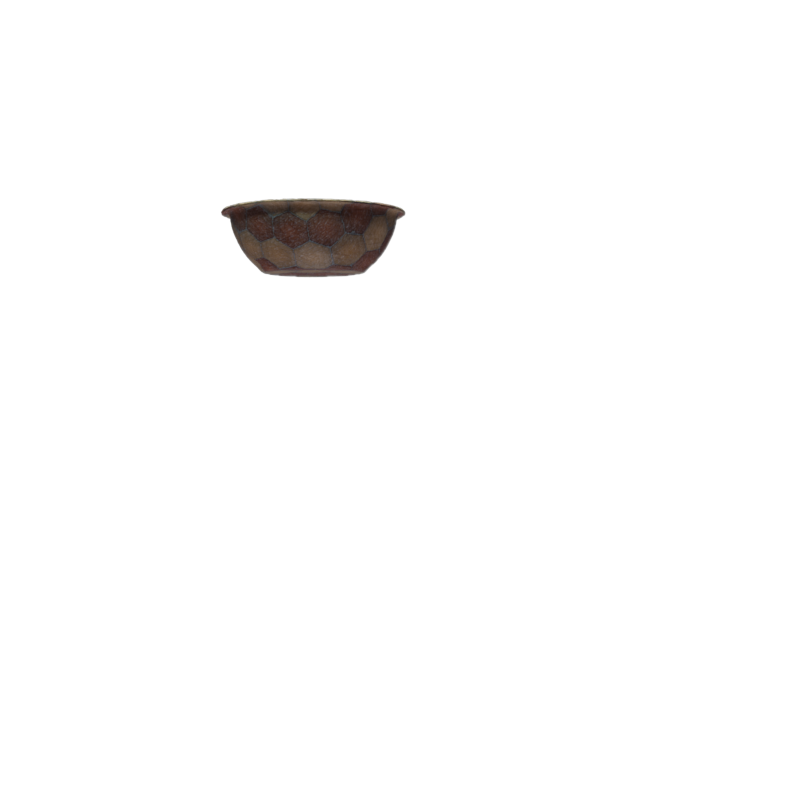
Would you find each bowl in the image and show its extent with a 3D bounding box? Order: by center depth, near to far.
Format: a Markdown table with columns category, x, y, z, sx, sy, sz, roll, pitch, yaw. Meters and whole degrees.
| category | x | y | z | sx | sy | sz | roll | pitch | yaw |
| --- | --- | --- | --- | --- | --- | --- | --- | --- | --- |
| bowl | -0.076 | -0.138 | 0.970 | 0.162 | 0.055 | 0.161 | 0 | 0 | -2 |
